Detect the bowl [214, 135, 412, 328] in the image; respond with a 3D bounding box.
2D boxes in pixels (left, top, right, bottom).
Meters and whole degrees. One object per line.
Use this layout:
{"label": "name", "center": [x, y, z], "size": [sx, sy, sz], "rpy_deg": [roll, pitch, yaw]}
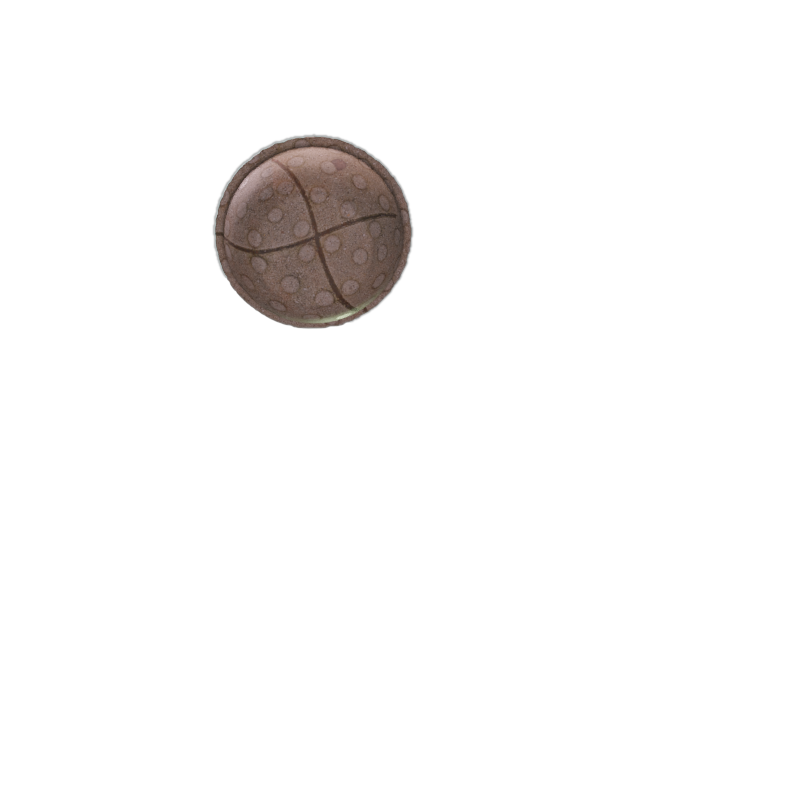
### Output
{"label": "bowl", "center": [-0.069, -0.126, 0.881], "size": [0.162, 0.157, 0.057], "rpy_deg": [0, 15, -1]}
